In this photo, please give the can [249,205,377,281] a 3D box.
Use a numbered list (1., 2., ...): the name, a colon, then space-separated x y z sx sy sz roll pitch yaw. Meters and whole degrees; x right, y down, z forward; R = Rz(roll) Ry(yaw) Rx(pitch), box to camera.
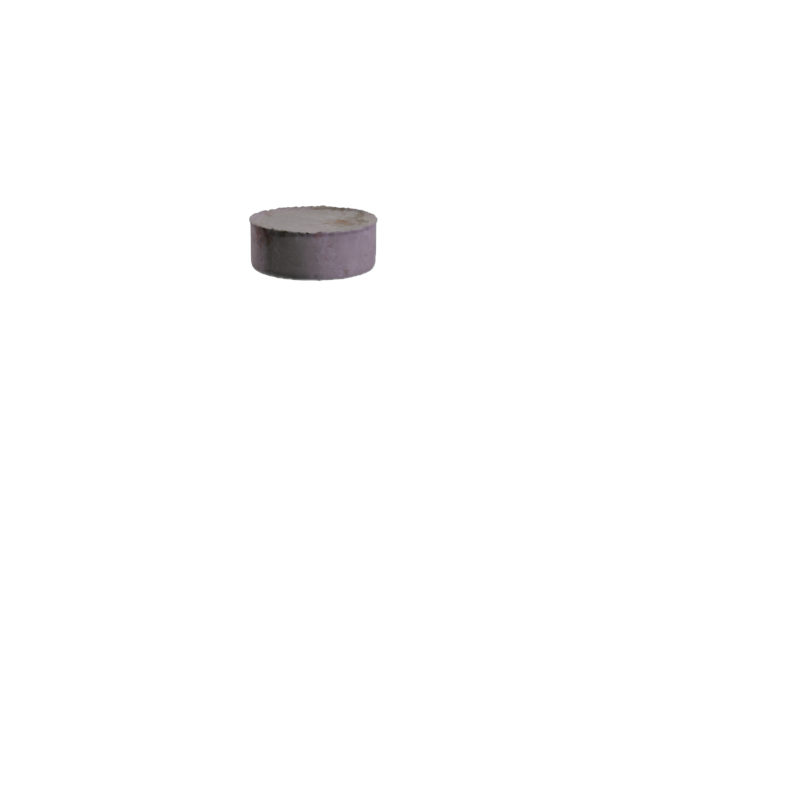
1. can: -0.058 -0.106 0.744 0.086 0.032 0.089 -1 20 -2
